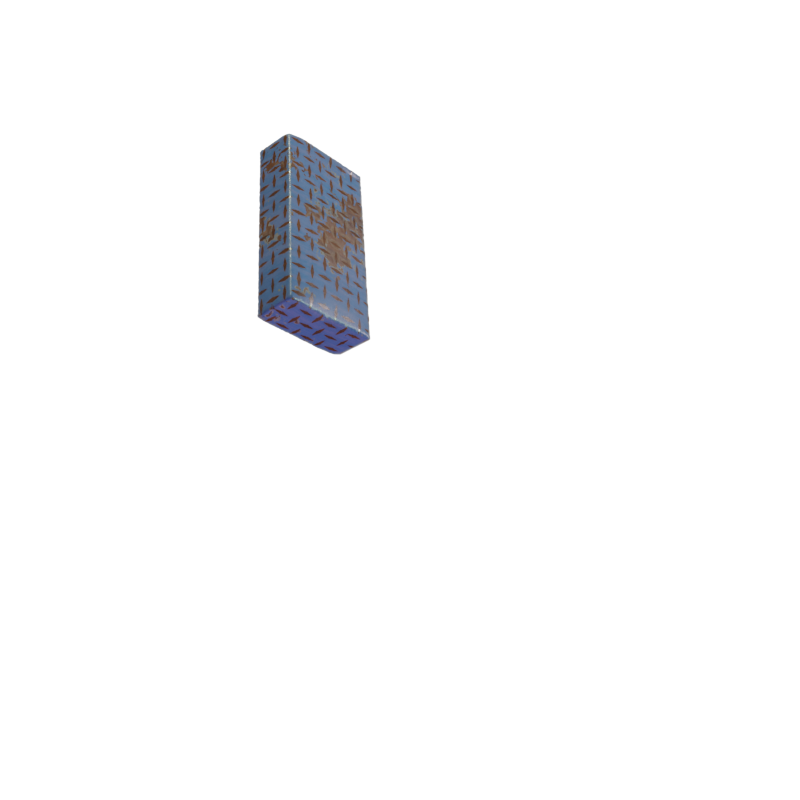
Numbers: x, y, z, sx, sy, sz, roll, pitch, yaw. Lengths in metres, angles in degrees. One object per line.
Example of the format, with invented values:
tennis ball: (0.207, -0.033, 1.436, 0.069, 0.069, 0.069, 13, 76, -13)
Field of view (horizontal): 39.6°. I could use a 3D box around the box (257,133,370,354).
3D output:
box: (-0.073, -0.134, 0.935, 0.048, 0.188, 0.087, -29, -41, 35)
